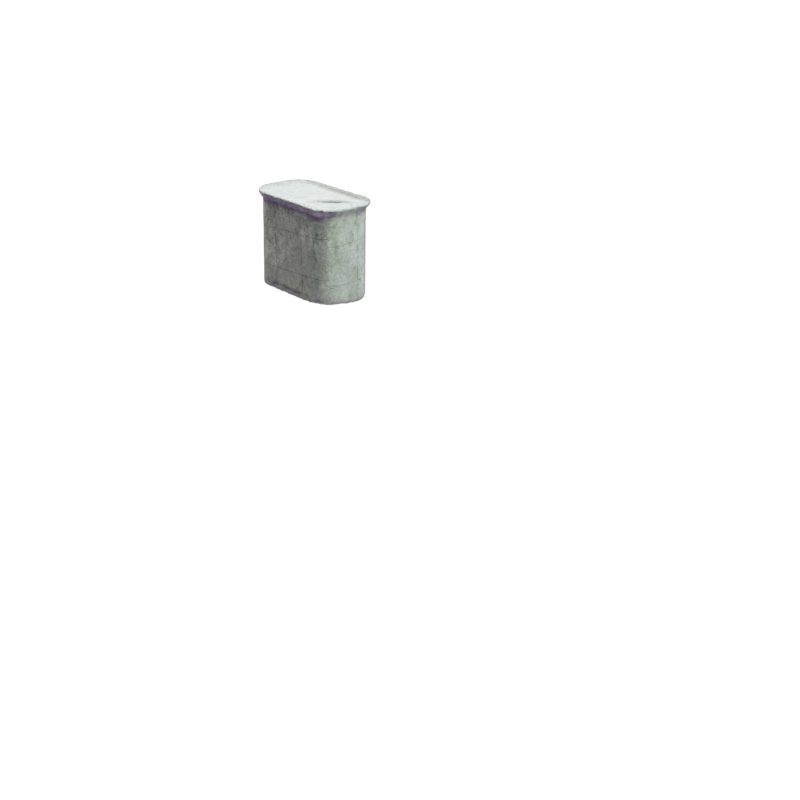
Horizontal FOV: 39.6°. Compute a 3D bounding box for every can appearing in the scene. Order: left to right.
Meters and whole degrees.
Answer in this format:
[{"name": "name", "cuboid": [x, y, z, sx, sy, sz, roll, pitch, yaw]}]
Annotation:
[{"name": "can", "cuboid": [-0.073, -0.133, 0.928, 0.056, 0.080, 0.108, -15, 26, -37]}]
